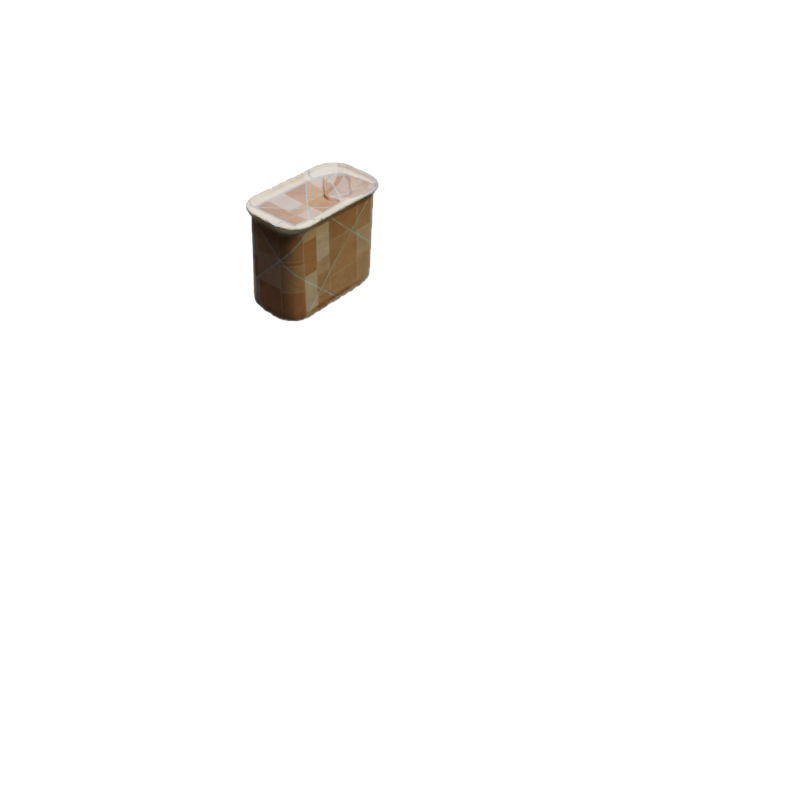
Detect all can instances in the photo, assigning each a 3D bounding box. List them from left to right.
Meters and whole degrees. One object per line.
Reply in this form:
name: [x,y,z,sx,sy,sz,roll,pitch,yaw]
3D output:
can: [-0.065,-0.118,0.828,0.061,0.078,0.102,28,44,31]
